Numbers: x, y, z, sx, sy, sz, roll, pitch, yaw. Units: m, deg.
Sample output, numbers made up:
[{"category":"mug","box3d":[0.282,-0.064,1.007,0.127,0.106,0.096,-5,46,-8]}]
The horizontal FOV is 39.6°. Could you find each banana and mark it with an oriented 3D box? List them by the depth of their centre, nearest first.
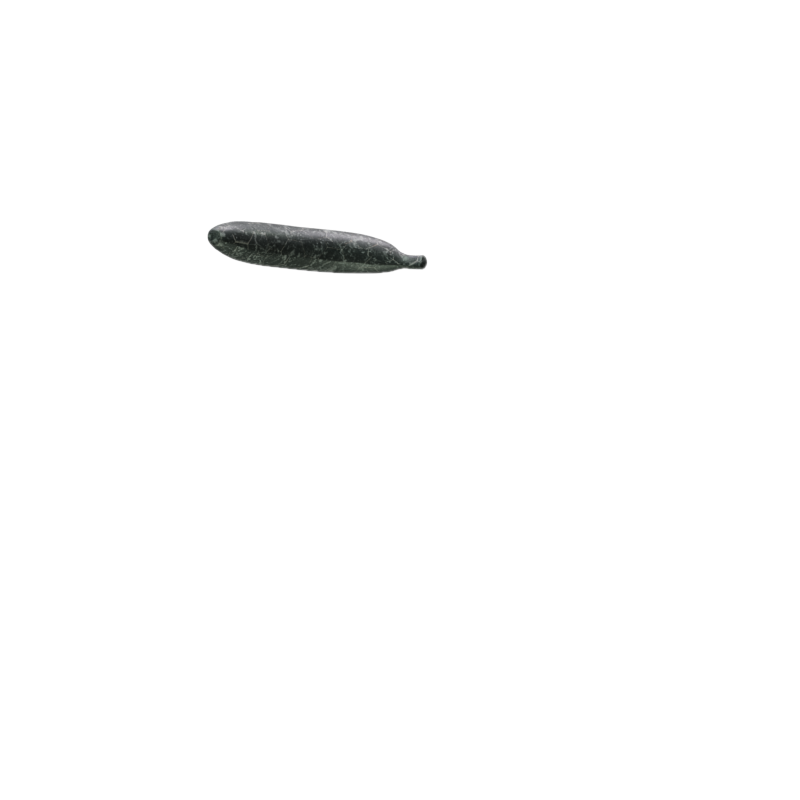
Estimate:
[{"category":"banana","box3d":[-0.078,-0.131,0.946,0.191,0.037,0.070,2,-6,-25]}]
